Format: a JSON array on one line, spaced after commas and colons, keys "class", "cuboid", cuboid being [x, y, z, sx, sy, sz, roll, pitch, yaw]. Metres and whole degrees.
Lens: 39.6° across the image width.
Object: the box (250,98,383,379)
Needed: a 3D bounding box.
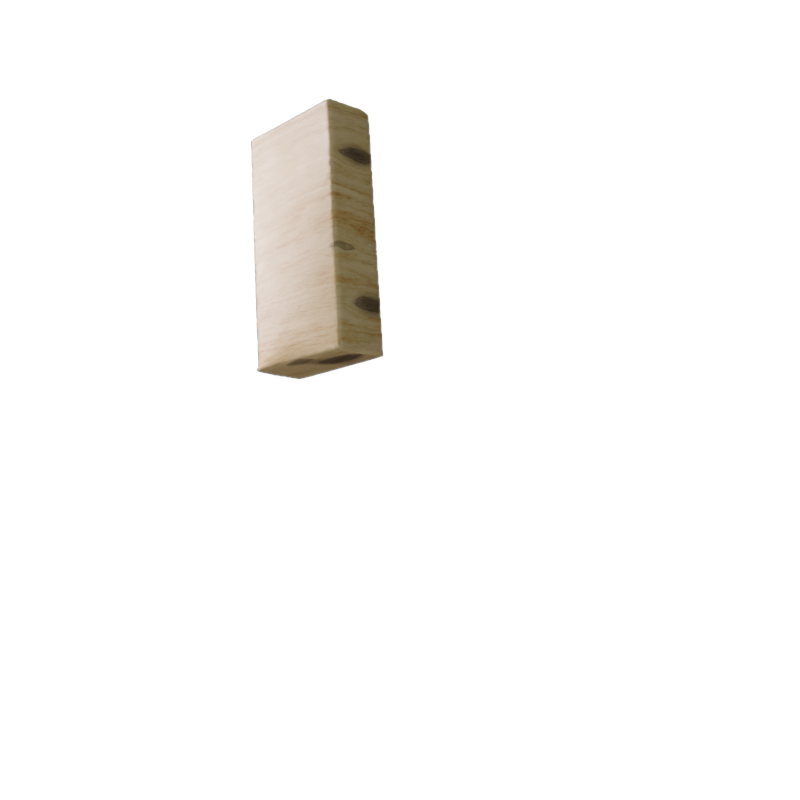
[{"class": "box", "cuboid": [-0.060, -0.110, 0.770, 0.045, 0.184, 0.094, 14, -23, -40]}]
